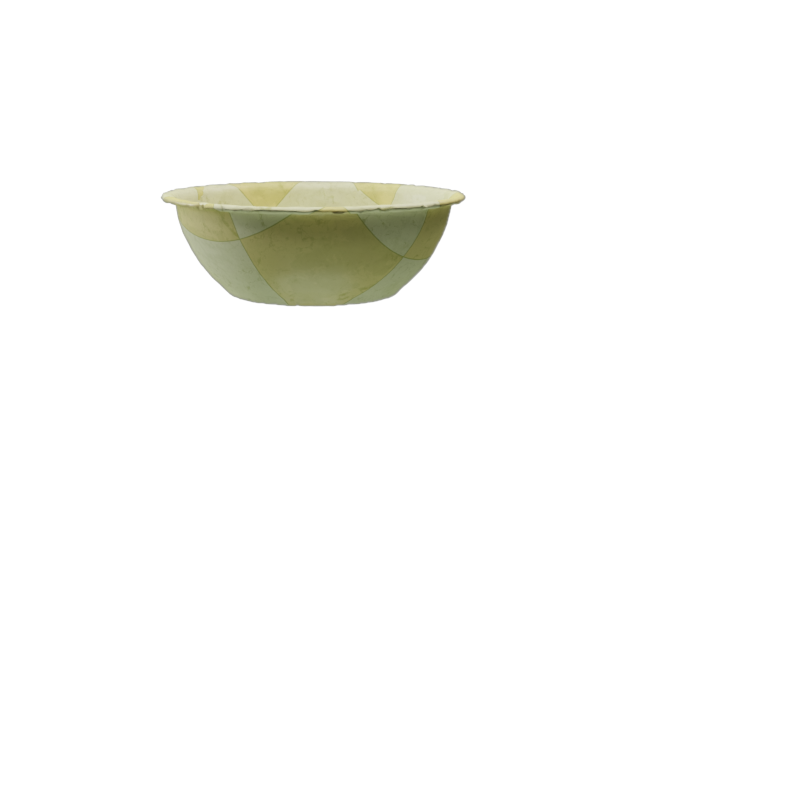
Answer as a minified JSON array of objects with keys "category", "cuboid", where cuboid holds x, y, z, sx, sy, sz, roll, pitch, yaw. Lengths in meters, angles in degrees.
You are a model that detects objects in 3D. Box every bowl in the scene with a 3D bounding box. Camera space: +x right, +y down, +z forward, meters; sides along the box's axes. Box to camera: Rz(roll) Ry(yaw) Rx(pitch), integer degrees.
[{"category":"bowl","cuboid":[-0.047,-0.085,0.596,0.162,0.054,0.167,0,14,-2]}]
